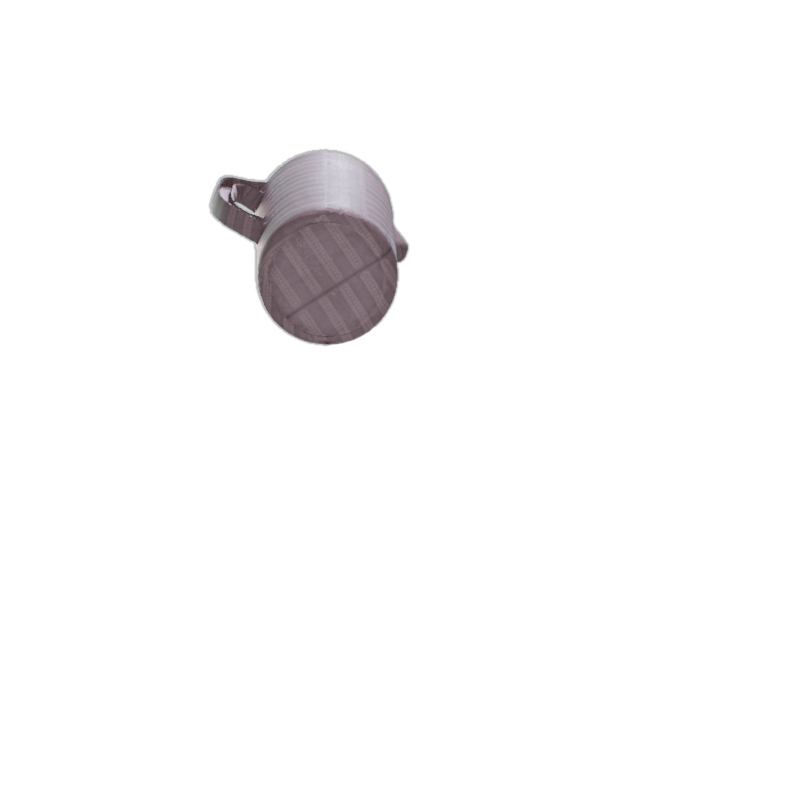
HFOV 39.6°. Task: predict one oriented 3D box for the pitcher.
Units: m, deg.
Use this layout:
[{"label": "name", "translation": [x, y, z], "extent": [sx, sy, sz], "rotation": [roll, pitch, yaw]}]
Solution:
[{"label": "pitcher", "translation": [-0.074, -0.135, 0.946], "extent": [0.149, 0.140, 0.252], "rotation": [-22, 18, 4]}]
